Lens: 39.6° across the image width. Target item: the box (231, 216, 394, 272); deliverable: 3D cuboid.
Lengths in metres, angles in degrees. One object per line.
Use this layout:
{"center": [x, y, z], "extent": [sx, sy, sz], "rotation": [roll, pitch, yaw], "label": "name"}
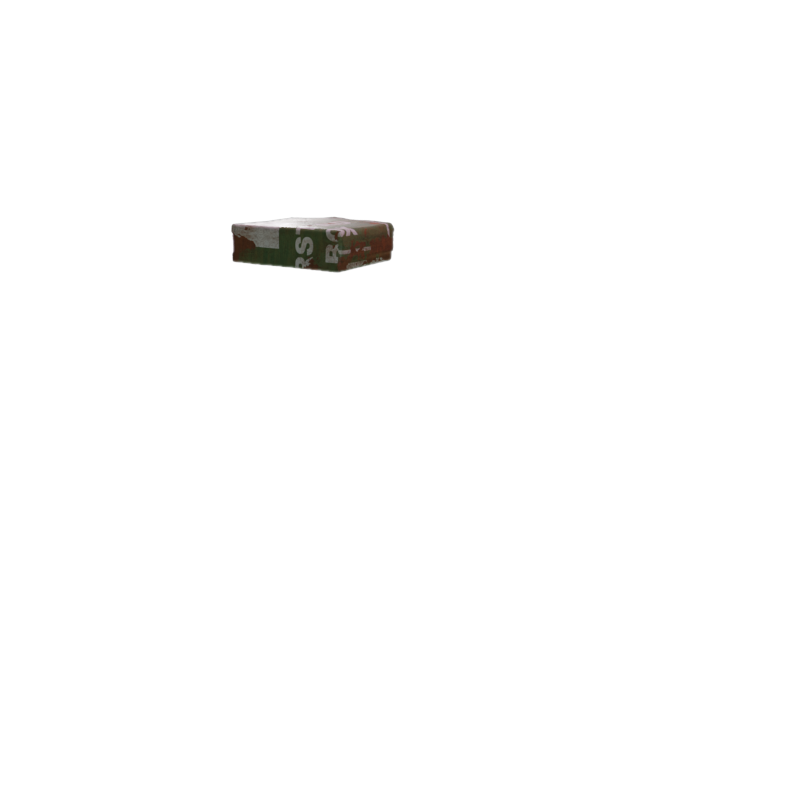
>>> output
{"center": [-0.060, -0.109, 0.766], "extent": [0.093, 0.029, 0.072], "rotation": [8, 15, 30], "label": "box"}
